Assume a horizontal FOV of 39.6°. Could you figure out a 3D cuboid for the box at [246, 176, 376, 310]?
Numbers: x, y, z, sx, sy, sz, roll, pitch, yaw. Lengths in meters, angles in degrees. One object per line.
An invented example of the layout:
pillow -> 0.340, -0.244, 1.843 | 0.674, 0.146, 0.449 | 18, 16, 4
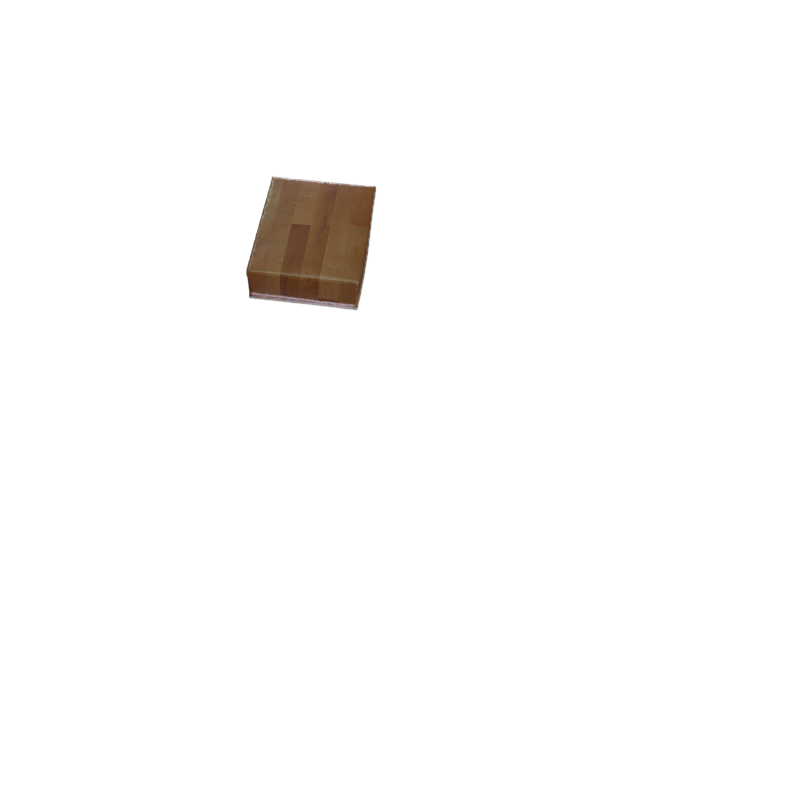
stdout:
box -> -0.070, -0.129, 0.902 | 0.091, 0.121, 0.036 | 6, -41, 4
